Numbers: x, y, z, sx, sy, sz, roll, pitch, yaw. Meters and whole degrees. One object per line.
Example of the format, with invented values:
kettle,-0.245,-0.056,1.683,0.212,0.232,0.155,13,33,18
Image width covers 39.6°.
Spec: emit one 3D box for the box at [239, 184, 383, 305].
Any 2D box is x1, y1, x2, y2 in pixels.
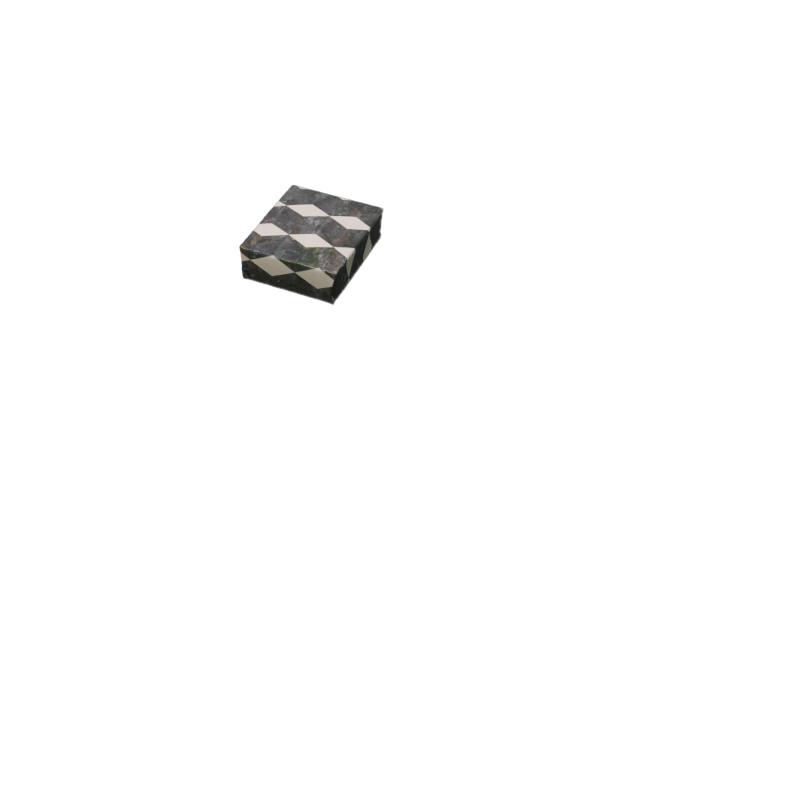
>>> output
box,-0.076,-0.138,0.964,0.093,0.036,0.118,15,43,15
